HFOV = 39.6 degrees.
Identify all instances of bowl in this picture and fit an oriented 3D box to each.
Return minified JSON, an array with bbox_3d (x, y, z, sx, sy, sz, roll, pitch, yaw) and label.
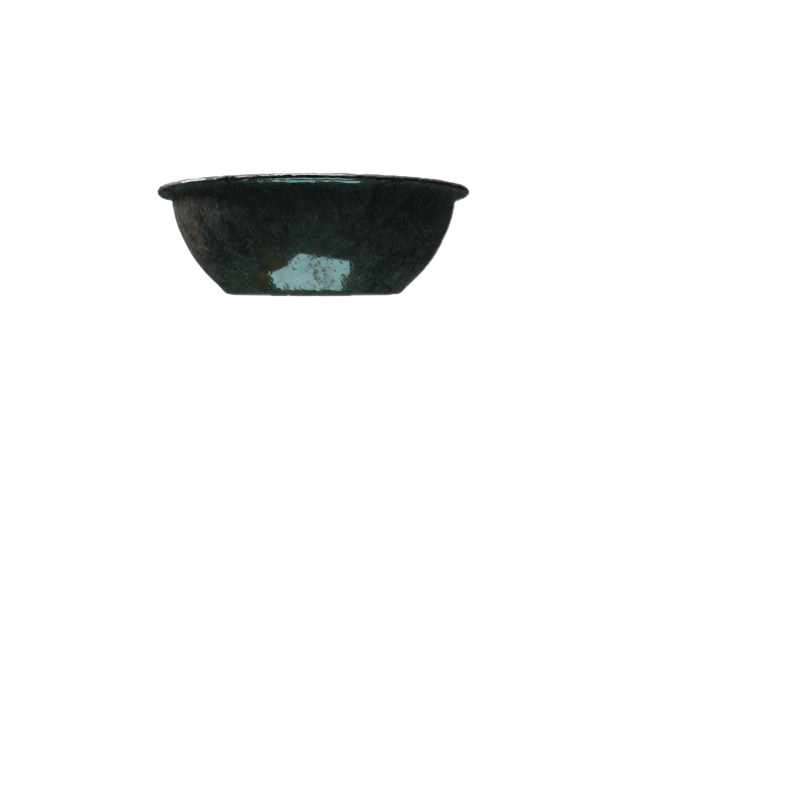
[{"bbox_3d":[-0.045,-0.082,0.576,0.162,0.055,0.162,0,3,-2],"label":"bowl"}]
